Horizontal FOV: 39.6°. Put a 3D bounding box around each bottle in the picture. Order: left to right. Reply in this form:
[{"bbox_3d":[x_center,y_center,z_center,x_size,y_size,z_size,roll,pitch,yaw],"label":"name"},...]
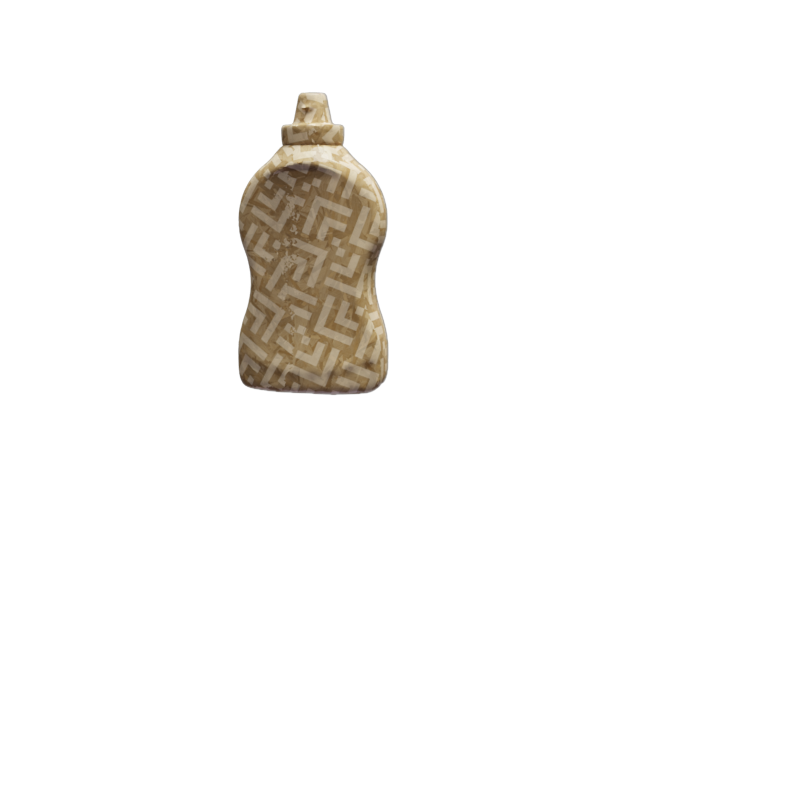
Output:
[{"bbox_3d":[-0.056,-0.103,0.720,0.098,0.190,0.058,2,4,14],"label":"bottle"}]
